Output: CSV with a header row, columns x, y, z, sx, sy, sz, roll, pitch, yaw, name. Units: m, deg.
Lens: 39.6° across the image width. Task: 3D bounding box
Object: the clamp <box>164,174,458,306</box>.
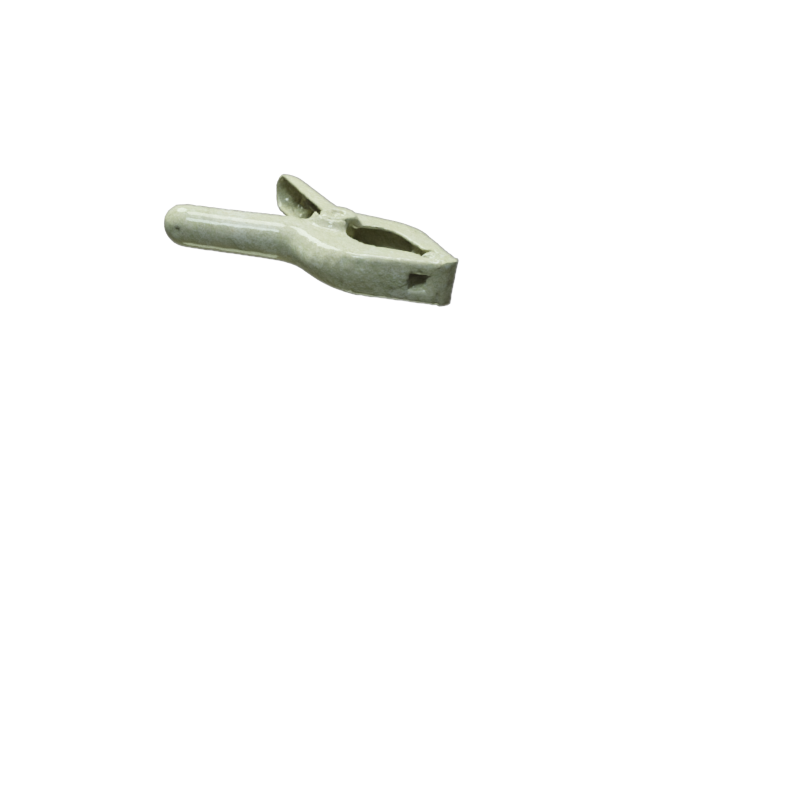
x,y,z,sx,sy,sz,roll,pitch,yaw,name
-0.051,-0.092,0.646,0.182,0.037,0.119,25,38,37,clamp
